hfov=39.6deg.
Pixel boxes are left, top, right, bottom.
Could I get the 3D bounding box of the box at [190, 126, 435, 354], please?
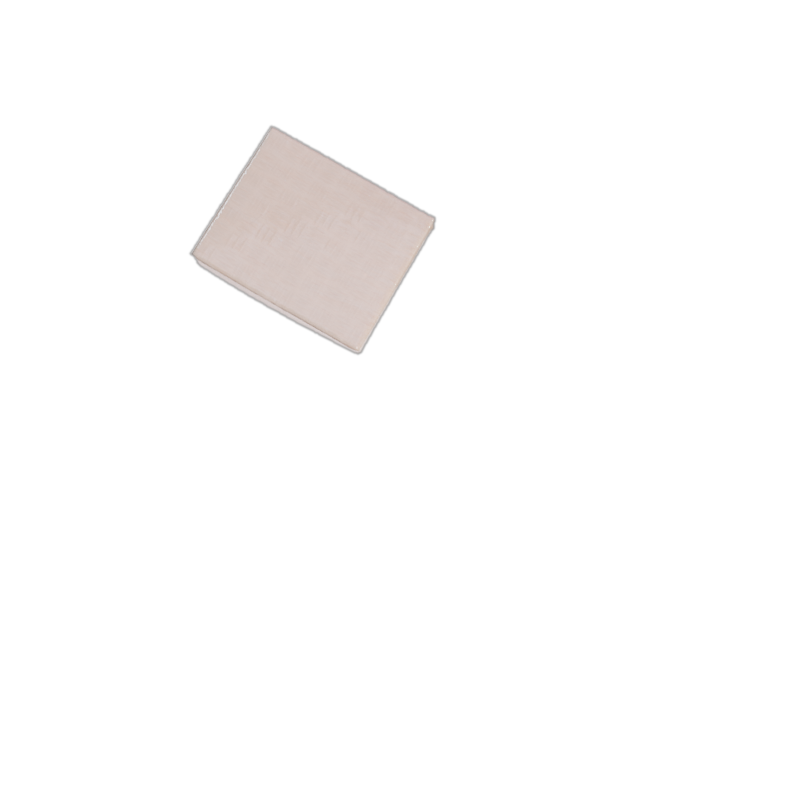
[{"bbox_3d":[-0.050,-0.092,0.643,0.115,0.091,0.038,30,-9,5],"label":"box"}]
